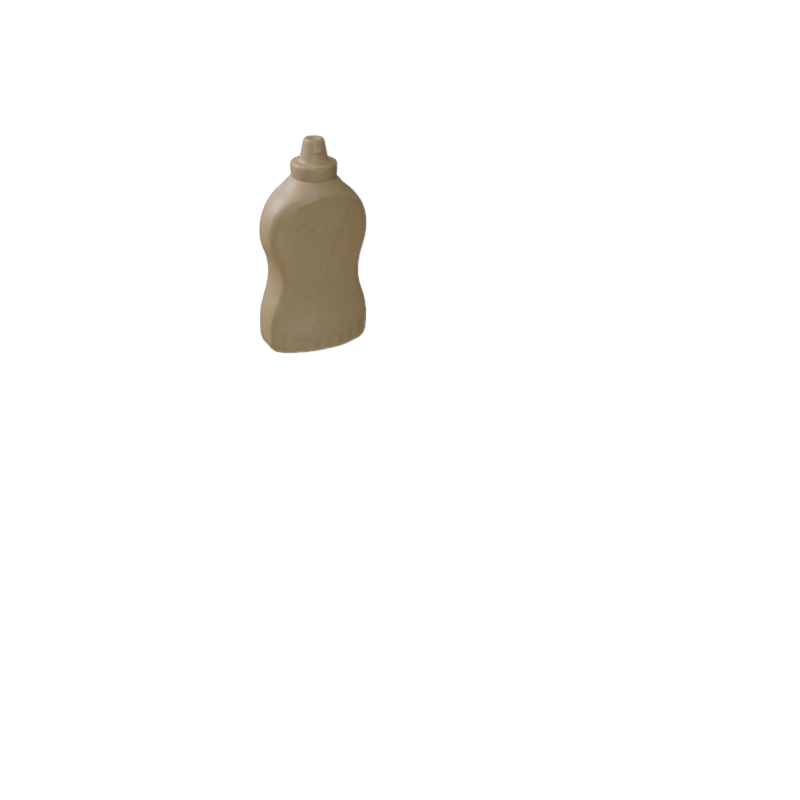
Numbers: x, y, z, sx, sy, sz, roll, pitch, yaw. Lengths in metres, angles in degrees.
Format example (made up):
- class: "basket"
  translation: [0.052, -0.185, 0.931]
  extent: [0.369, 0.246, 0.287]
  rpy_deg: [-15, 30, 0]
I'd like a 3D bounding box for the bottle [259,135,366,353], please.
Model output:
- class: "bottle"
  translation: [-0.077, -0.140, 0.982]
  extent: [0.094, 0.182, 0.062]
  rpy_deg: [-9, 25, -23]
